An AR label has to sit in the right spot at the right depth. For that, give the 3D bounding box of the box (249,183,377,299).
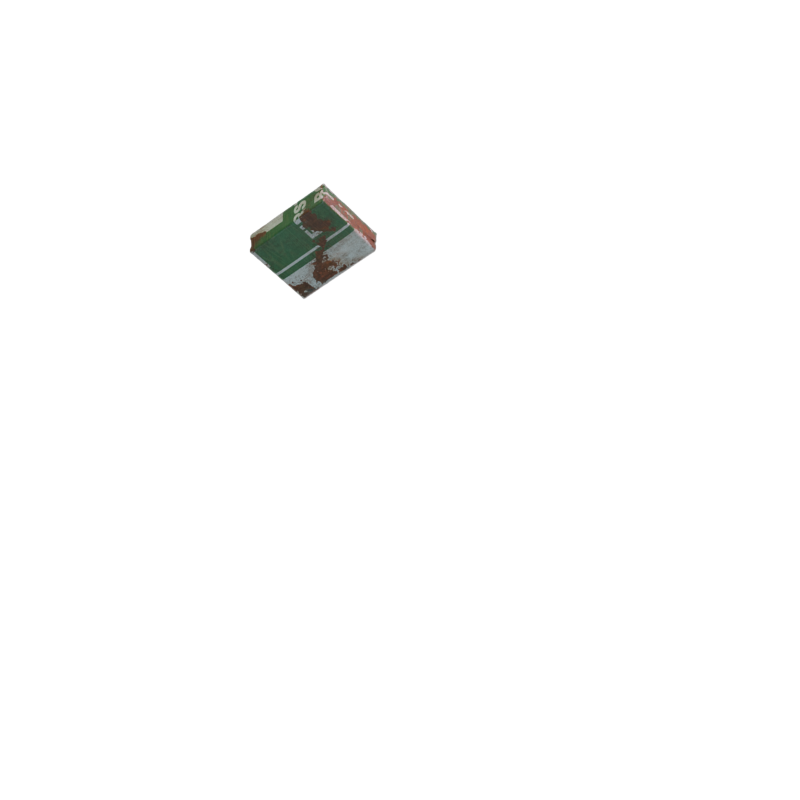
[{"bbox_3d":[-0.077,-0.140,0.981,0.089,0.032,0.068,-32,-56,25],"label":"box"}]
